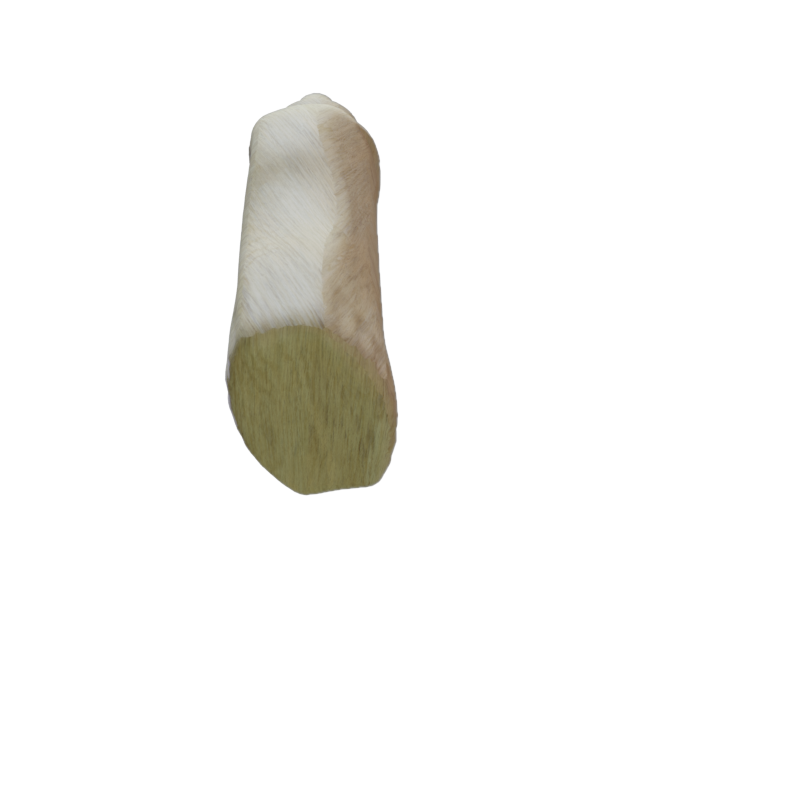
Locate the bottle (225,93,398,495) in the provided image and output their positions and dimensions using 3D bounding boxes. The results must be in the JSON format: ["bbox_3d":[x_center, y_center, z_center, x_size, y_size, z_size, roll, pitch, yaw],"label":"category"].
[{"bbox_3d":[-0.035,-0.065,0.457,0.059,0.206,0.089,-11,-45,7],"label":"bottle"}]
